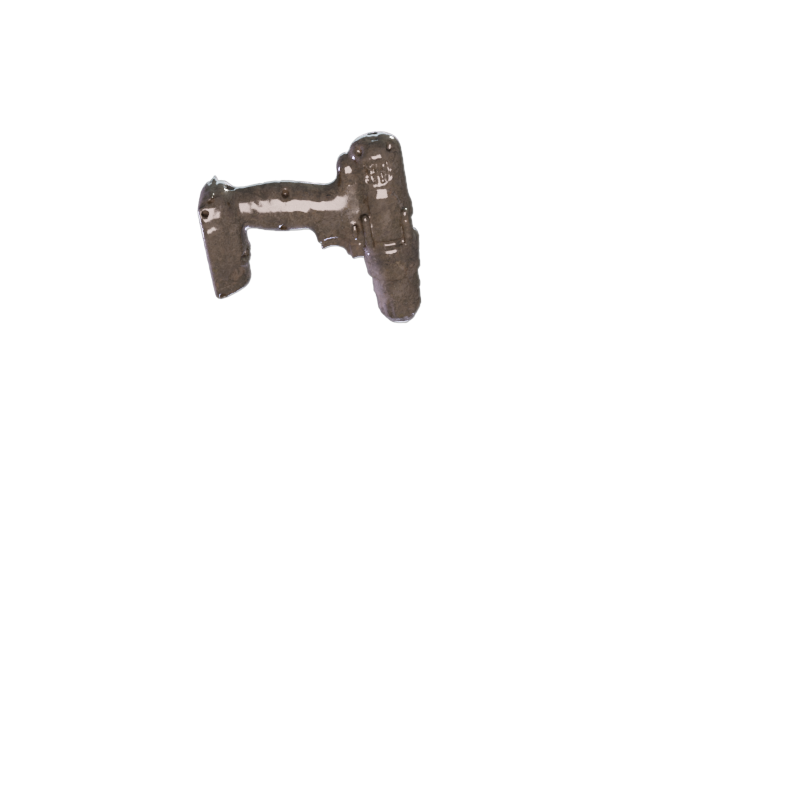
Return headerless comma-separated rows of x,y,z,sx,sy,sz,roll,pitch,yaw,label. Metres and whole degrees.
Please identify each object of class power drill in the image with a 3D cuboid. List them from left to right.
-0.077,-0.141,0.989,0.188,0.174,0.061,-8,27,4,power drill
